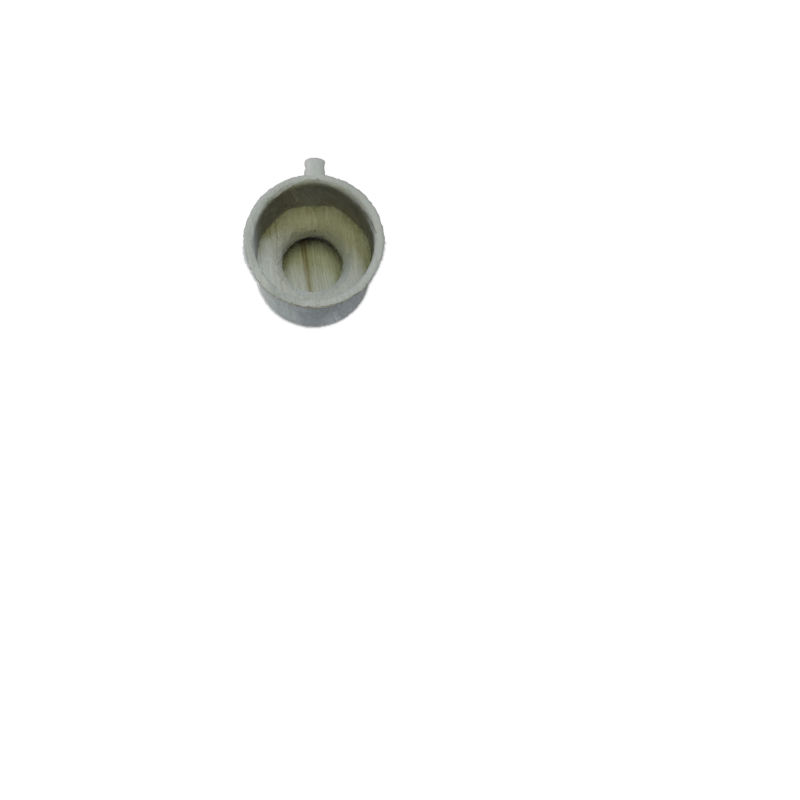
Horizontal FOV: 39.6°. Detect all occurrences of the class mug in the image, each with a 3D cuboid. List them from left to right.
[{"bbox_3d":[-0.060,-0.110,0.768,0.093,0.122,0.078,-2,-16,-3],"label":"mug"}]
